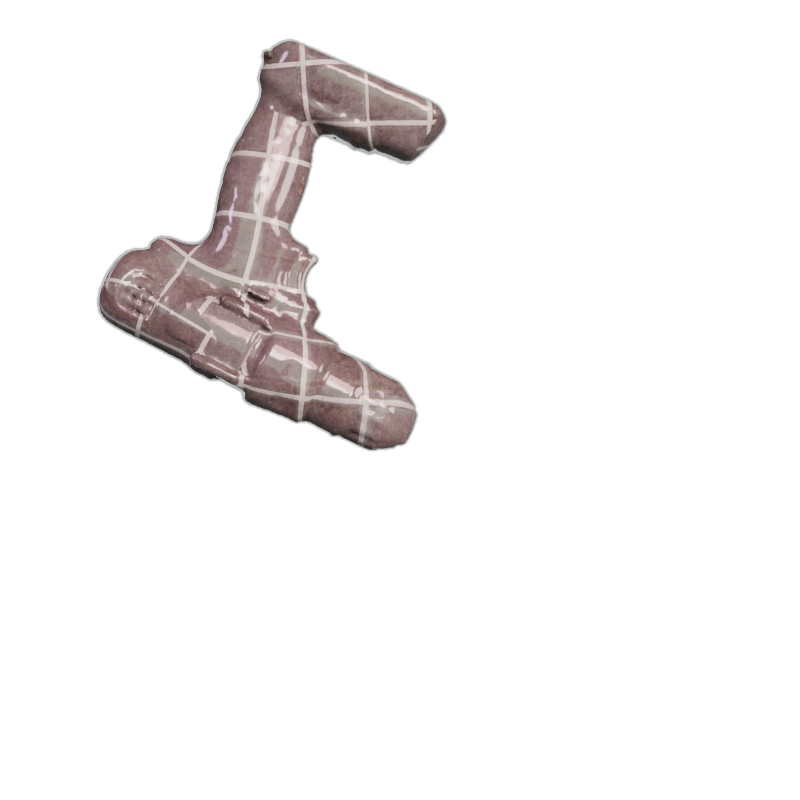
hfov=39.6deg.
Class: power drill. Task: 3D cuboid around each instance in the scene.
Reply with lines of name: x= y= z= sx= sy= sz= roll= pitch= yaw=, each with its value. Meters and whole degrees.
power drill: x=-0.047 y=-0.086 z=0.604 sx=0.186 sy=0.190 sz=0.056 roll=26 pitch=-7 yaw=3
